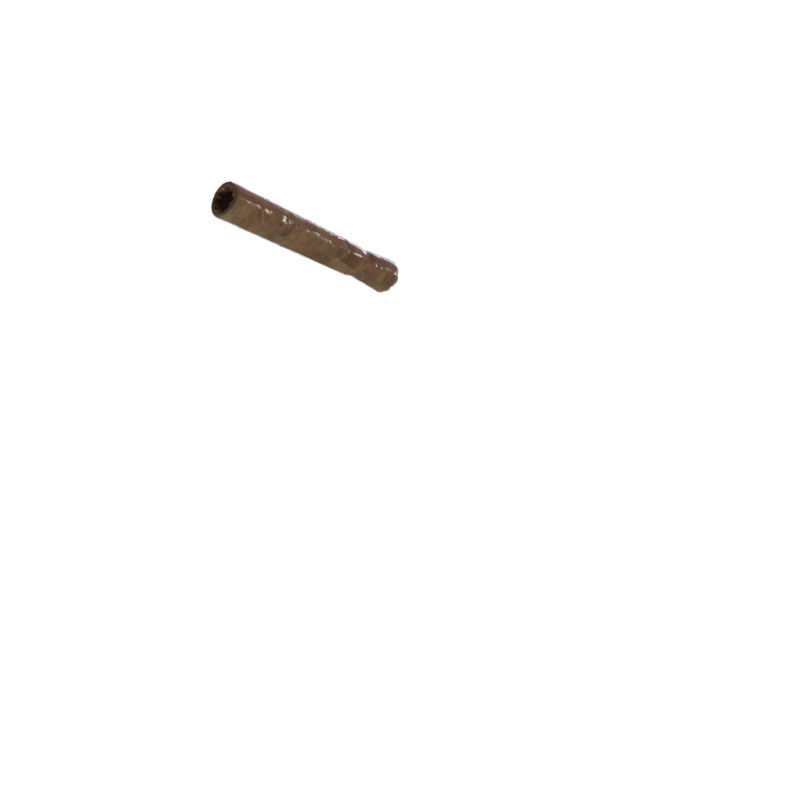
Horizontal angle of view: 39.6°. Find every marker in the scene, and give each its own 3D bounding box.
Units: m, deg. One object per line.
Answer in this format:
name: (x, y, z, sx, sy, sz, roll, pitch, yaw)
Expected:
marker: (-0.044, -0.080, 0.562, 0.113, 0.020, 0.021, 21, -11, -41)
